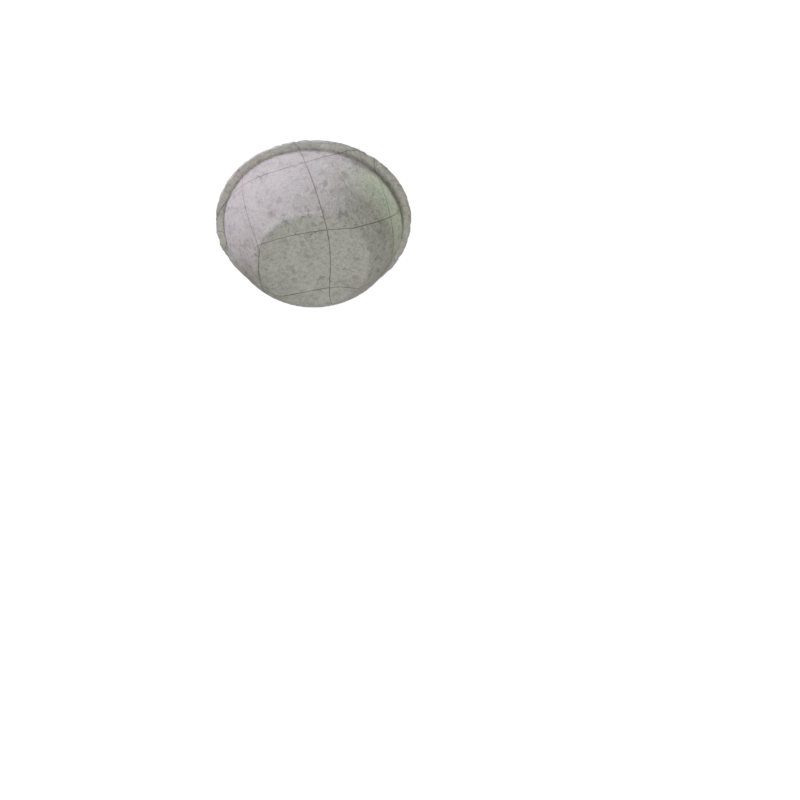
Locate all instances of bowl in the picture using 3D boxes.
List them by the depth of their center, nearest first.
[{"bbox_3d":[-0.070,-0.128,0.895,0.162,0.151,0.059,1,40,-1],"label":"bowl"}]
